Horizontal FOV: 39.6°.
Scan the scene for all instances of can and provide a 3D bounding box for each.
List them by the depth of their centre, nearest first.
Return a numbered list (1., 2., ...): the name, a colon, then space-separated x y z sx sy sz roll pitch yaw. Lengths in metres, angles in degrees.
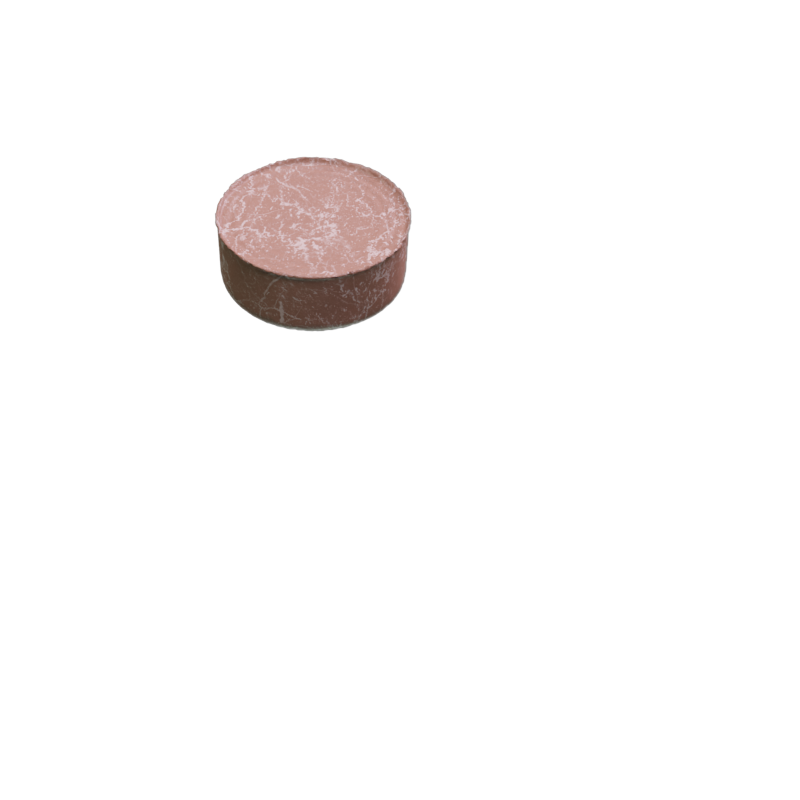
1. can: -0.039 -0.071 0.494 0.086 0.031 0.092 -1 44 -2
